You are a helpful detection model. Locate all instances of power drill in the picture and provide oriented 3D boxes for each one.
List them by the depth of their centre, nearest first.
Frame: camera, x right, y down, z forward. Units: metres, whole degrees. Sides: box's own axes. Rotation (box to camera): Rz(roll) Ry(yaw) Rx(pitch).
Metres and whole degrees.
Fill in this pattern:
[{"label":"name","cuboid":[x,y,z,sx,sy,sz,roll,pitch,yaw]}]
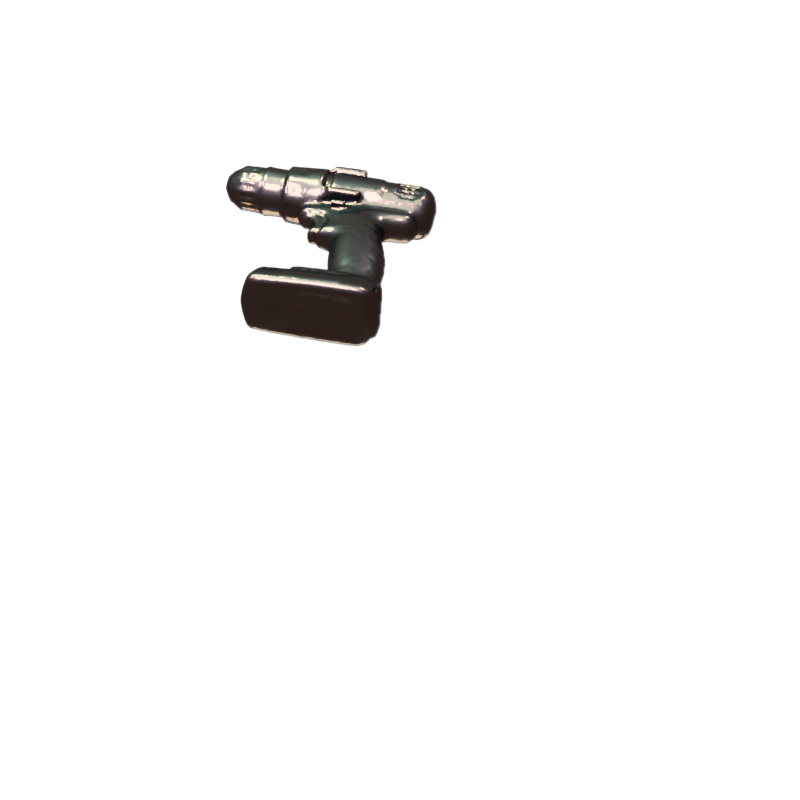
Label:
[{"label":"power drill","cuboid":[-0.071,-0.129,0.907,0.187,0.054,0.198,7,41,8]}]
